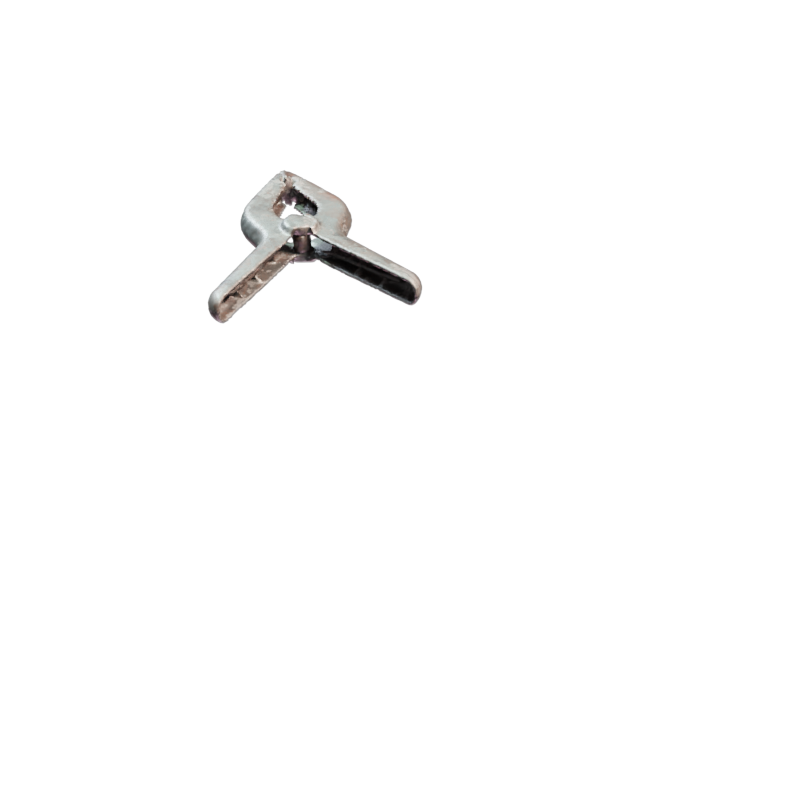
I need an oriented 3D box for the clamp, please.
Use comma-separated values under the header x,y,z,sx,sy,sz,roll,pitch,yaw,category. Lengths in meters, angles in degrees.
x,y,z,sx,sy,sz,roll,pitch,yaw,category
-0.072,-0.132,0.923,0.164,0.034,0.225,-2,36,-3,clamp
